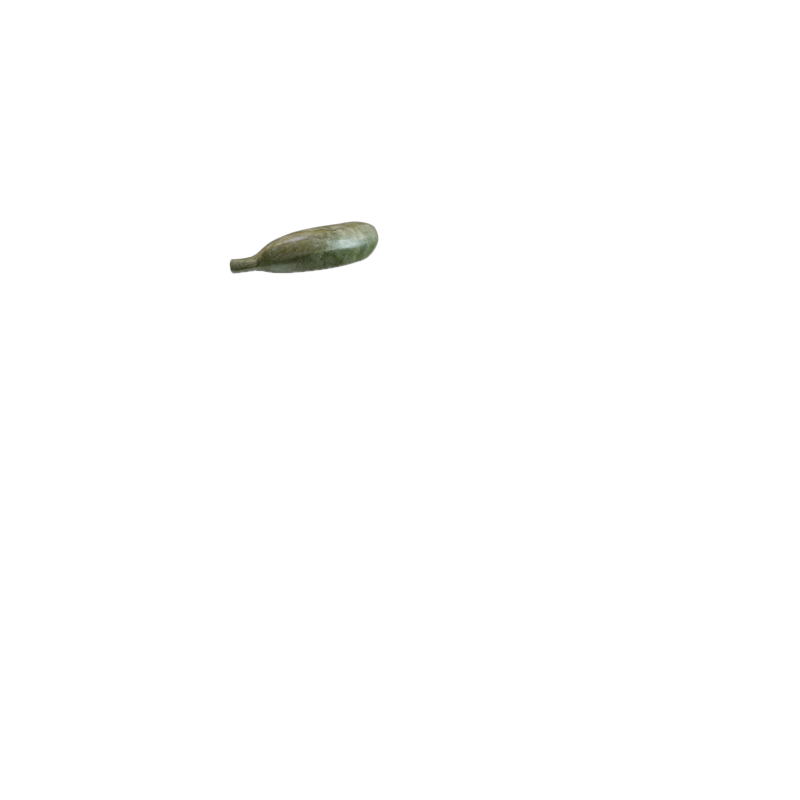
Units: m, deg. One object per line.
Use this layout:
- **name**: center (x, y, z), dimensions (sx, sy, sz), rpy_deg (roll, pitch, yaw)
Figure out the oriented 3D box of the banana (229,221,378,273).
- **banana**: center (-0.064, -0.139, 0.982), dimensions (0.073, 0.036, 0.194), rpy_deg (8, 17, 32)
